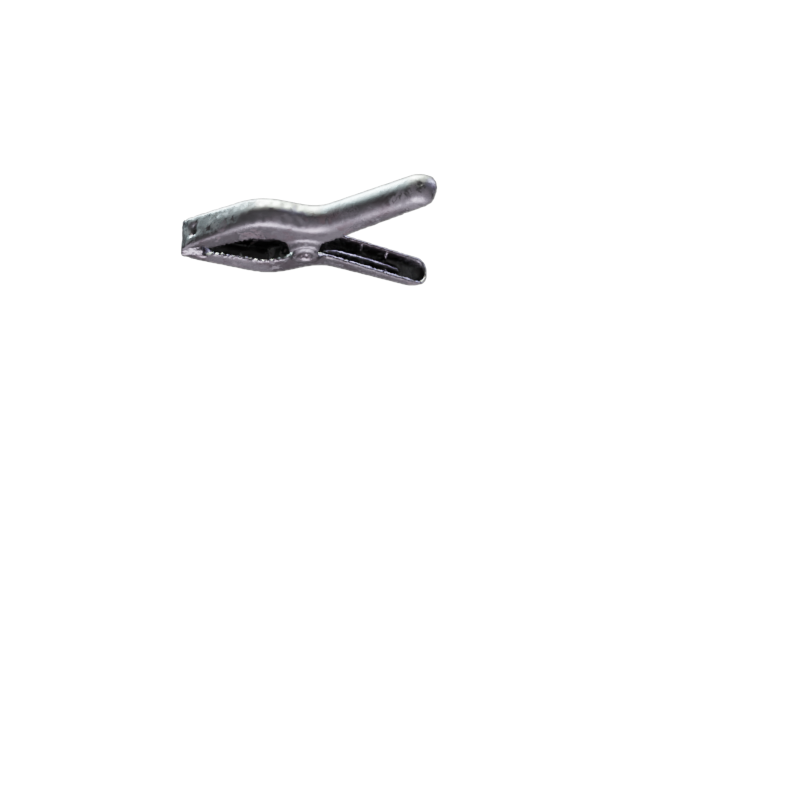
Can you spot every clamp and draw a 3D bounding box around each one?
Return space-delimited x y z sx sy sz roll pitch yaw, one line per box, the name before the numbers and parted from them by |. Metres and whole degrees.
clamp | -0.071 -0.129 0.903 0.212 0.038 0.154 -3 -21 7
